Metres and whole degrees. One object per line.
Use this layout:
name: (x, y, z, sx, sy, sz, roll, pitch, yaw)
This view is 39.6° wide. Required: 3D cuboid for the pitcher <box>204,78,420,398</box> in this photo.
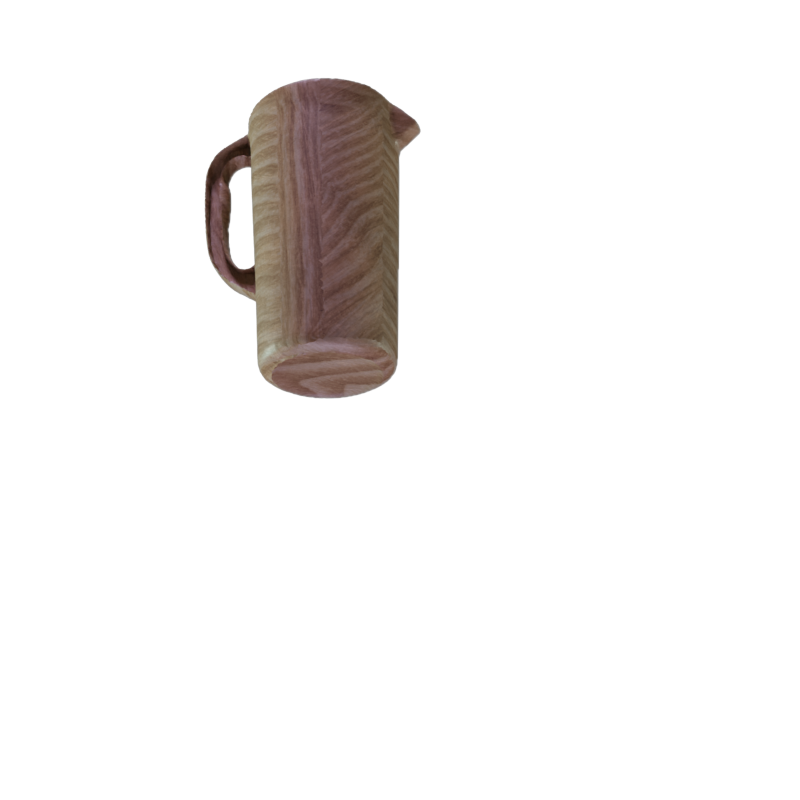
pitcher: (-0.071, -0.130, 0.908, 0.138, 0.258, 0.147, 15, -32, -29)
